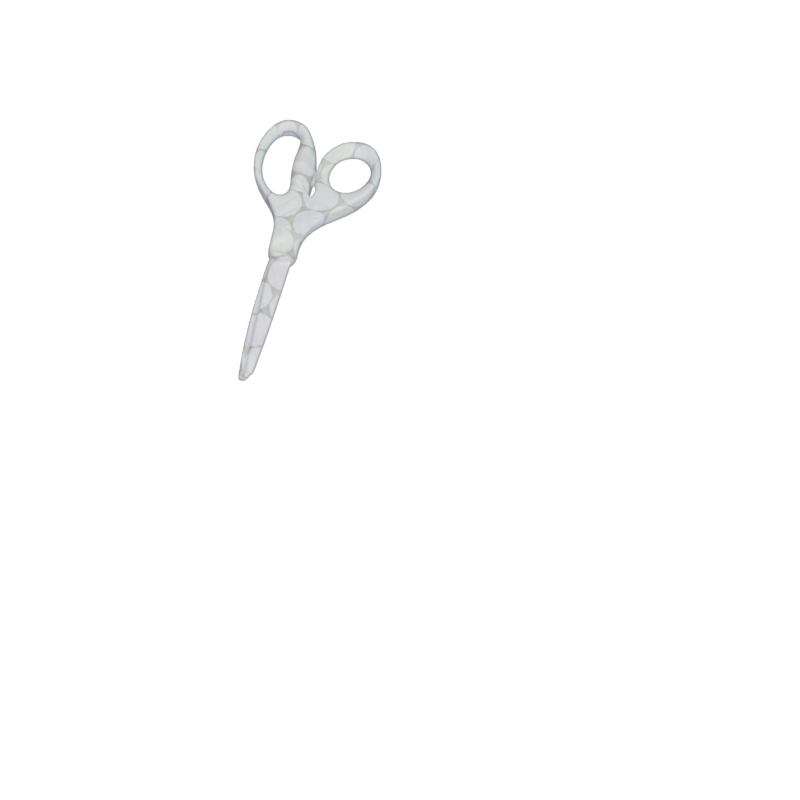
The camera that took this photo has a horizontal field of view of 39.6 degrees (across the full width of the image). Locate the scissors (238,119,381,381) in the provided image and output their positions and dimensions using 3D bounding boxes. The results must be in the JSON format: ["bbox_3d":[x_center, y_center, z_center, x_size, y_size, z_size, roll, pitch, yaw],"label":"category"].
[{"bbox_3d":[-0.057,-0.103,0.722,0.096,0.216,0.015,-3,-32,-2],"label":"scissors"}]
